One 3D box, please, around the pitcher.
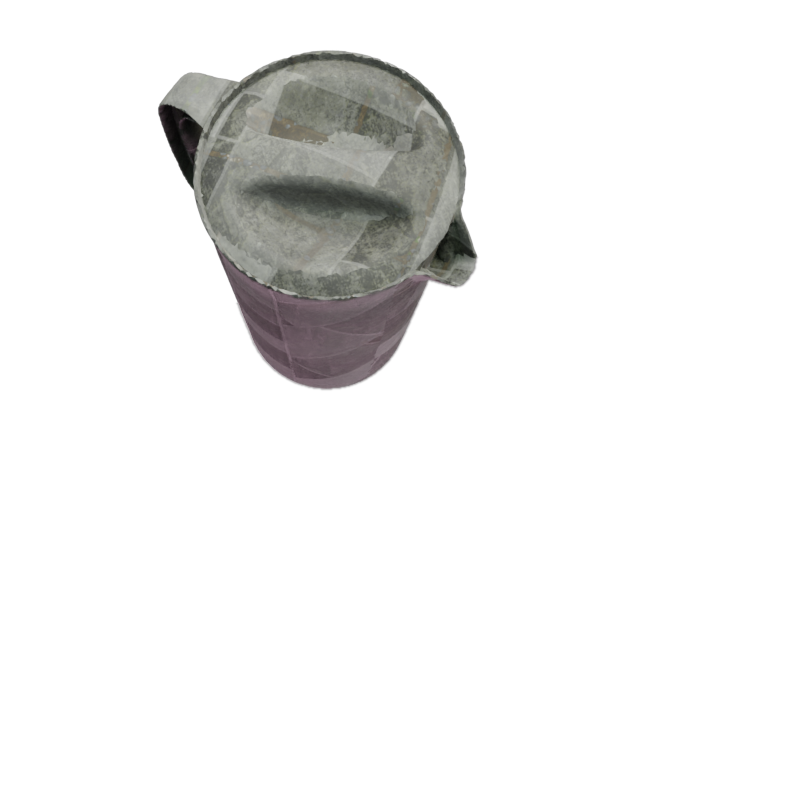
[{"bbox_3d":[-0.050,-0.092,0.645,0.144,0.156,0.233,-11,-15,-6],"label":"pitcher"}]
